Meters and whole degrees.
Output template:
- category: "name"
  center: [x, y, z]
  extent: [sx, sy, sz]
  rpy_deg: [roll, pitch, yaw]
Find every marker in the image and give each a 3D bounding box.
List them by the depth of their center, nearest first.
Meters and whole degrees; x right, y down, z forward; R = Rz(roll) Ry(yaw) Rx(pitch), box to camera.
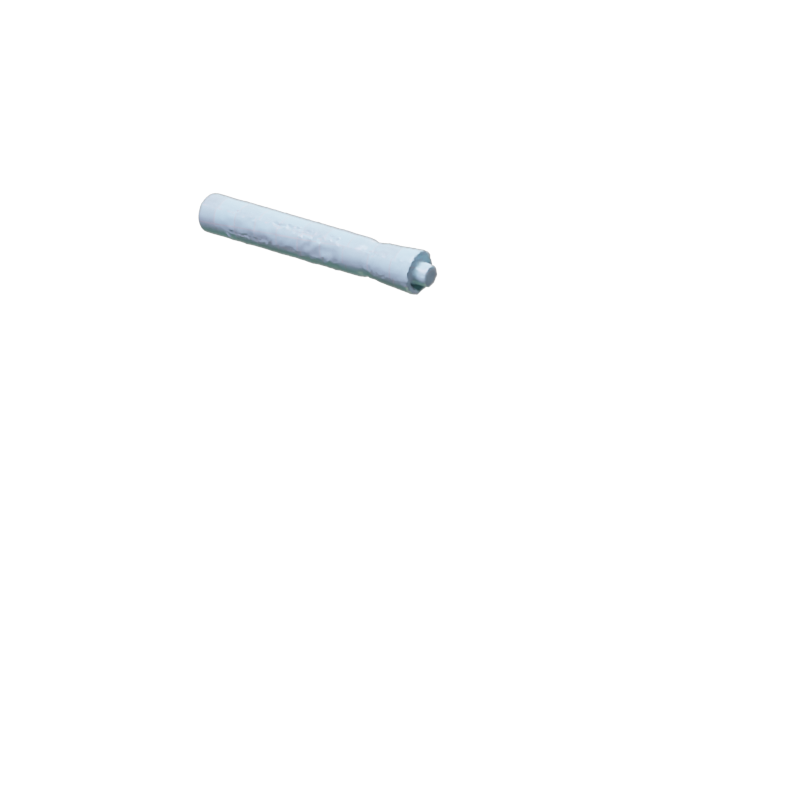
- category: "marker"
  center: [-0.038, -0.069, 0.481]
  extent: [0.128, 0.019, 0.019]
  rpy_deg: [21, 15, 33]
